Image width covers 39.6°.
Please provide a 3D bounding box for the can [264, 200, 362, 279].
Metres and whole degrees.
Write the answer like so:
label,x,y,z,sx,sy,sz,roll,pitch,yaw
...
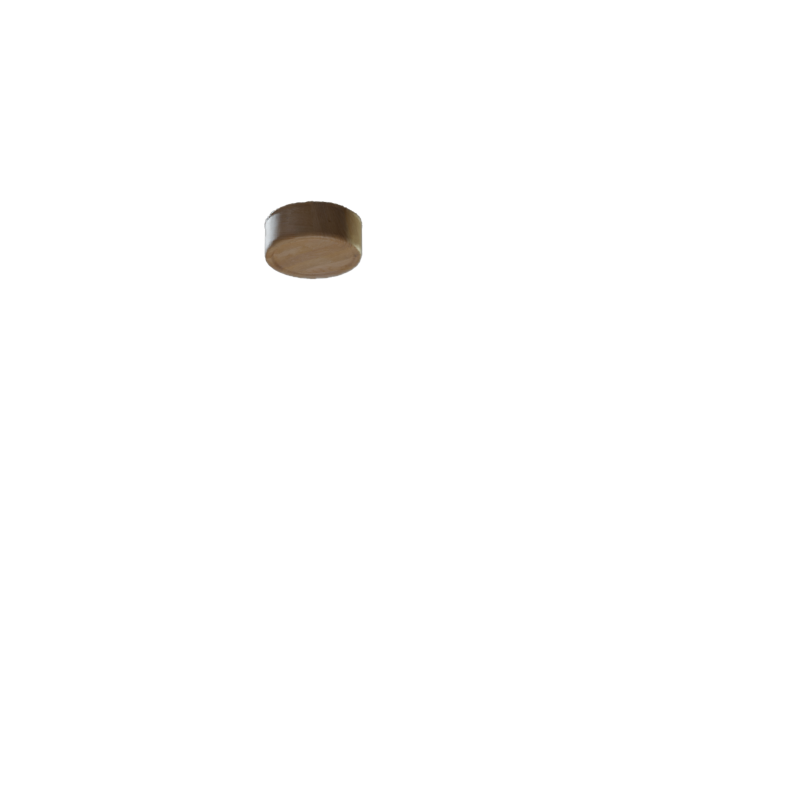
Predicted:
label,x,y,z,sx,sy,sz,roll,pitch,yaw
can,-0.075,-0.137,0.960,0.086,0.035,0.081,0,-22,-2
